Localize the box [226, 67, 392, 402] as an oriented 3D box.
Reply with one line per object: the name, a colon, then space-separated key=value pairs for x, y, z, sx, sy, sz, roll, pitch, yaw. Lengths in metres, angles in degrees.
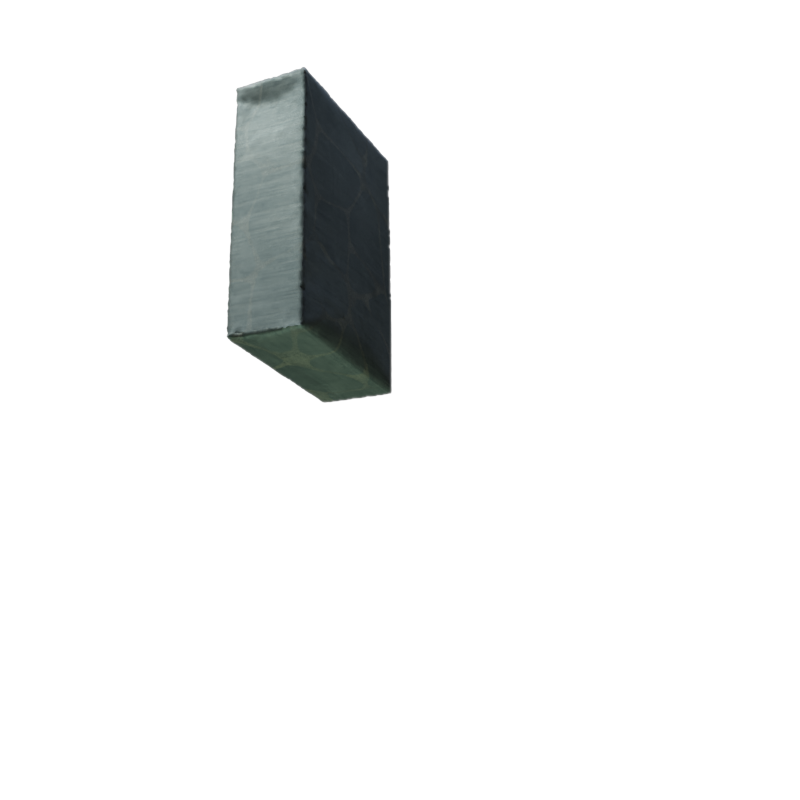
box: x=-0.068 y=-0.124 z=0.870 sx=0.073 sy=0.226 sz=0.153 roll=-12 pitch=-25 yaw=21
